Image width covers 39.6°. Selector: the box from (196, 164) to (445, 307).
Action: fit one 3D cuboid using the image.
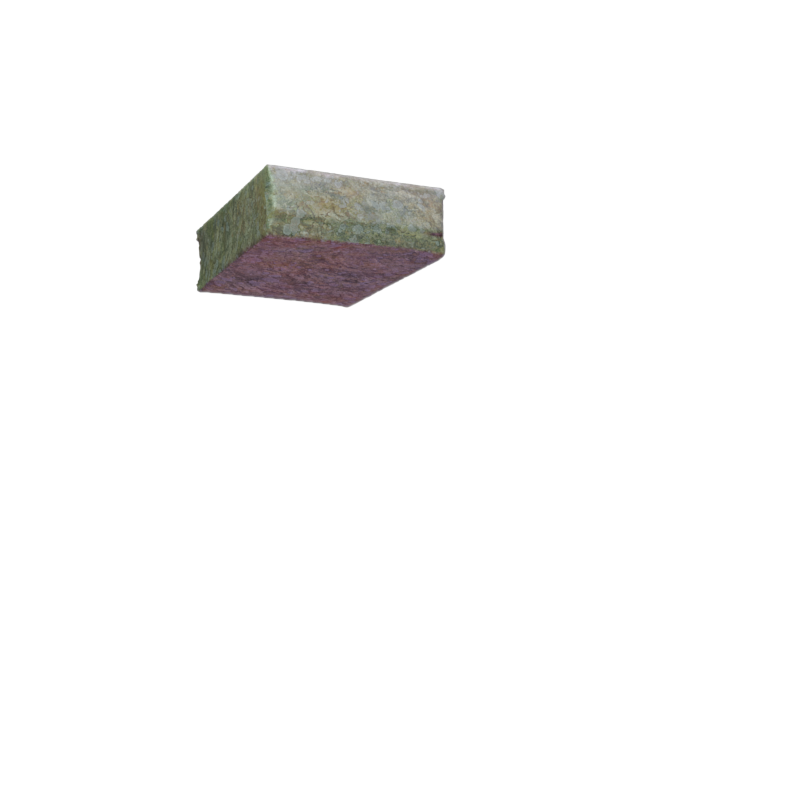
[{"bbox_3d":[-0.043,-0.078,0.545,0.087,0.040,0.113,5,-13,-25],"label":"box"}]
